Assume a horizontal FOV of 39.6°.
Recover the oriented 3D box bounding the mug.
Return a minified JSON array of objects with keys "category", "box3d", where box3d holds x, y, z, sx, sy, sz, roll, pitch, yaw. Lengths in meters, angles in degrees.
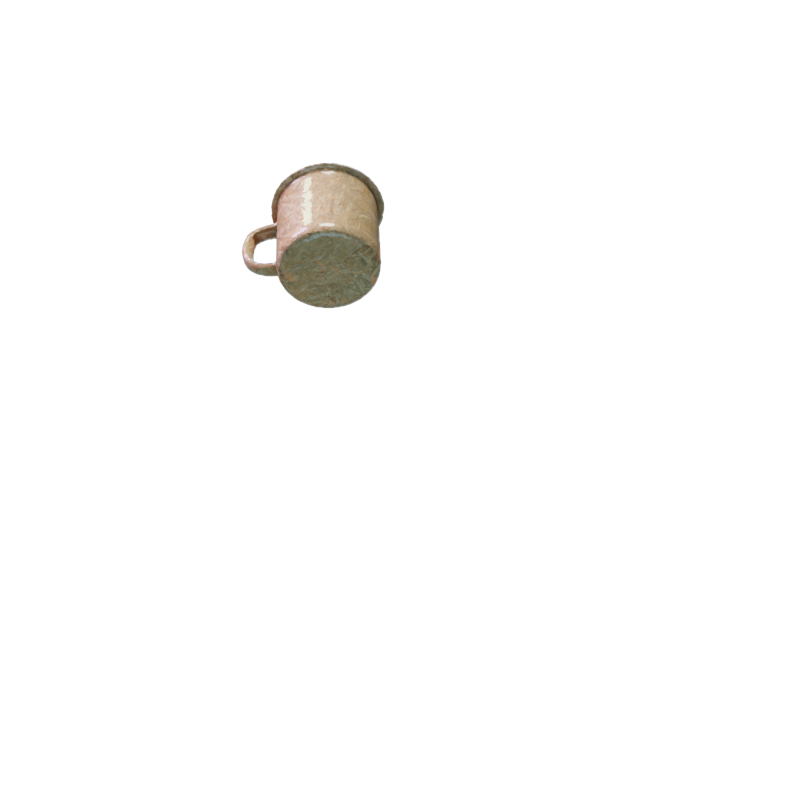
[{"category":"mug","box3d":[-0.069,-0.126,0.884,0.118,0.086,0.087,-8,42,6]}]
